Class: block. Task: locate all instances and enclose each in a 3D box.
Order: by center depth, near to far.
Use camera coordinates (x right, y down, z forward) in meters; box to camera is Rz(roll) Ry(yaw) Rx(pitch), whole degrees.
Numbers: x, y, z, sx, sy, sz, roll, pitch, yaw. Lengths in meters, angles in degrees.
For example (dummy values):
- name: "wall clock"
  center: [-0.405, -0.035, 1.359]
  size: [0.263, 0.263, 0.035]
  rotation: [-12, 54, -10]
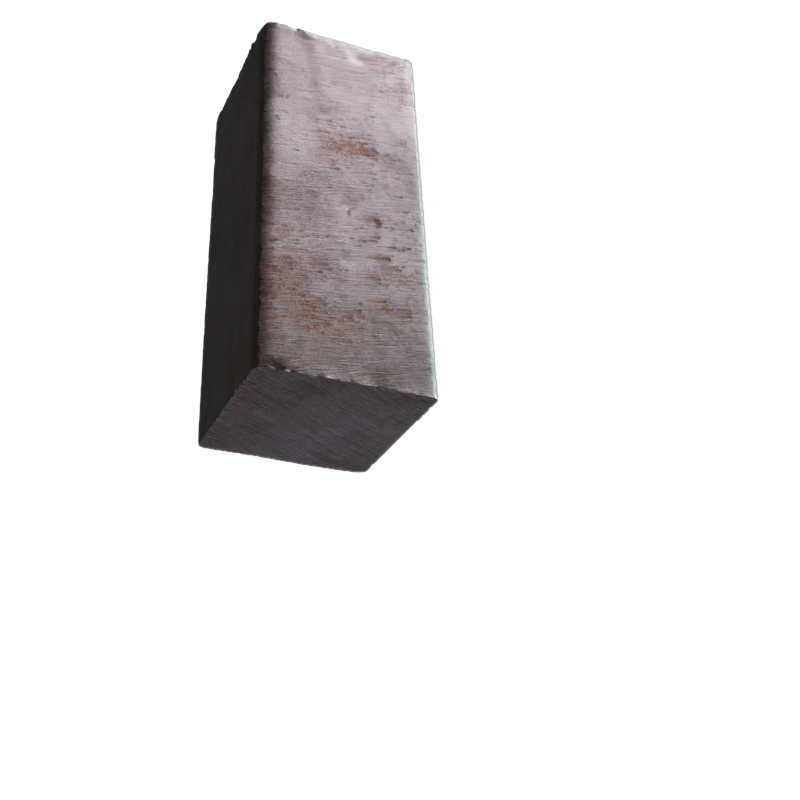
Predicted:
- name: "block"
  center: [-0.045, -0.081, 0.569]
  size: [0.087, 0.220, 0.088]
  rotation: [11, -34, -20]
